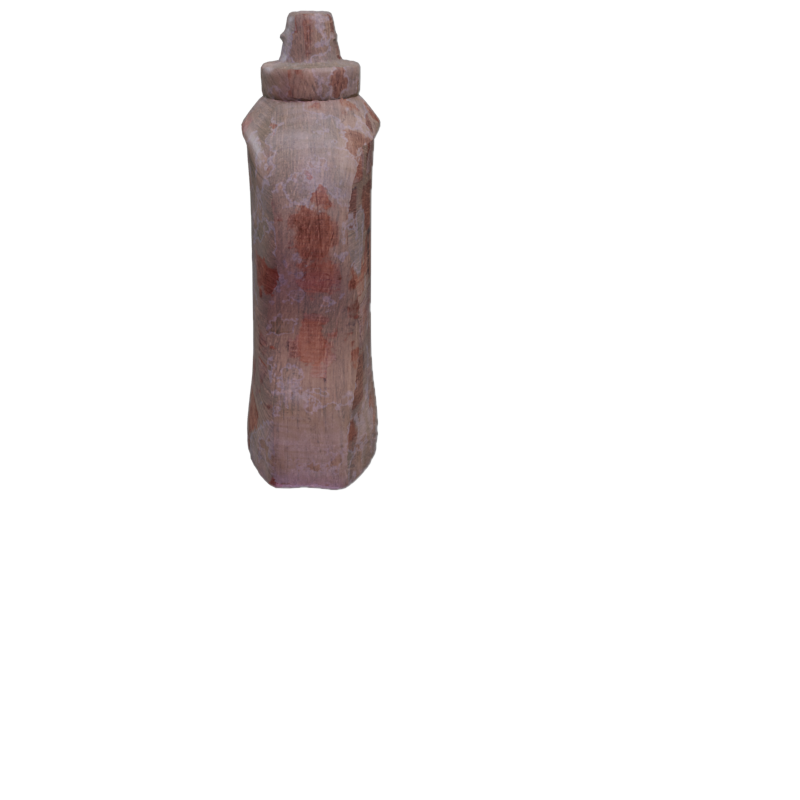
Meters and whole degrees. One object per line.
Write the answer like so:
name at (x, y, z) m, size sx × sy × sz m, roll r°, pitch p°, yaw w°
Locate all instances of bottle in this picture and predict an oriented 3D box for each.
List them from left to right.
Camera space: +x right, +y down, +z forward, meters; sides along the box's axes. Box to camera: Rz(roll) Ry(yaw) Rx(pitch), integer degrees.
bottle at (-0.037, -0.067, 0.471) m, size 0.059 × 0.185 × 0.099 m, roll 1°, pitch 17°, yaw 1°
